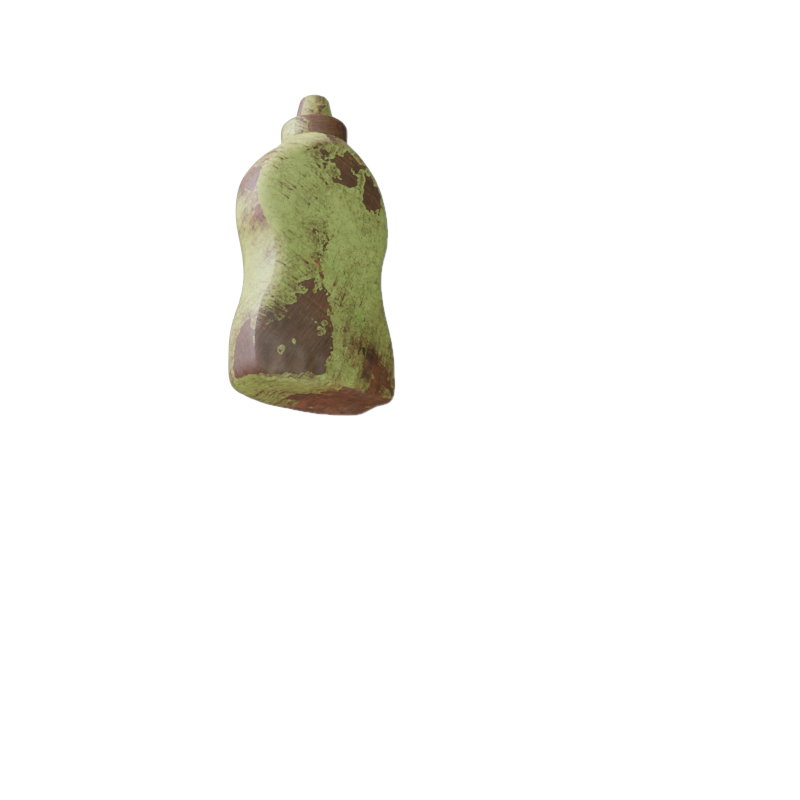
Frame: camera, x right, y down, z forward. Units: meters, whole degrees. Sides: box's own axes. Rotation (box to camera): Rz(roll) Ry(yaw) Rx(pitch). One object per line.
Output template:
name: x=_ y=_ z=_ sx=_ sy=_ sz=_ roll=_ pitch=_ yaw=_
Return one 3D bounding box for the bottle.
bottle: x=-0.050 y=-0.093 z=0.648 sx=0.091 sy=0.202 sz=0.058 roll=13 pitch=-28 yaw=-32
